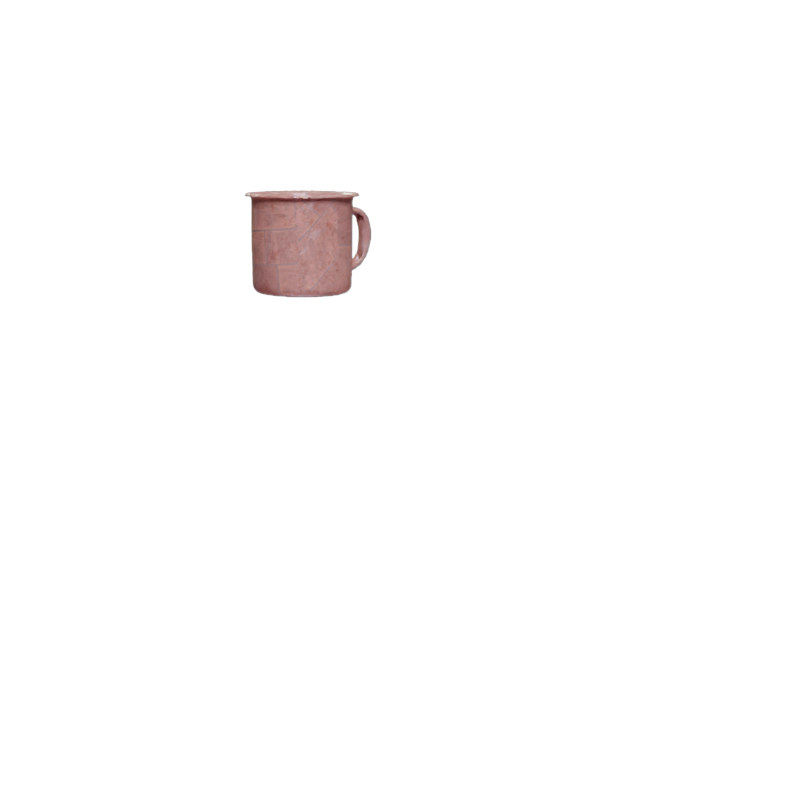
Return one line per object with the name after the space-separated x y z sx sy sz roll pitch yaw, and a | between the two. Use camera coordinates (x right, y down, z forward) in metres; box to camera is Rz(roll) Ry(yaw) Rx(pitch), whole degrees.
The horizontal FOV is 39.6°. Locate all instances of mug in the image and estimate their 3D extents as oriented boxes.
-0.071 -0.130 0.913 0.114 0.080 0.098 -9 13 -42 | mug
